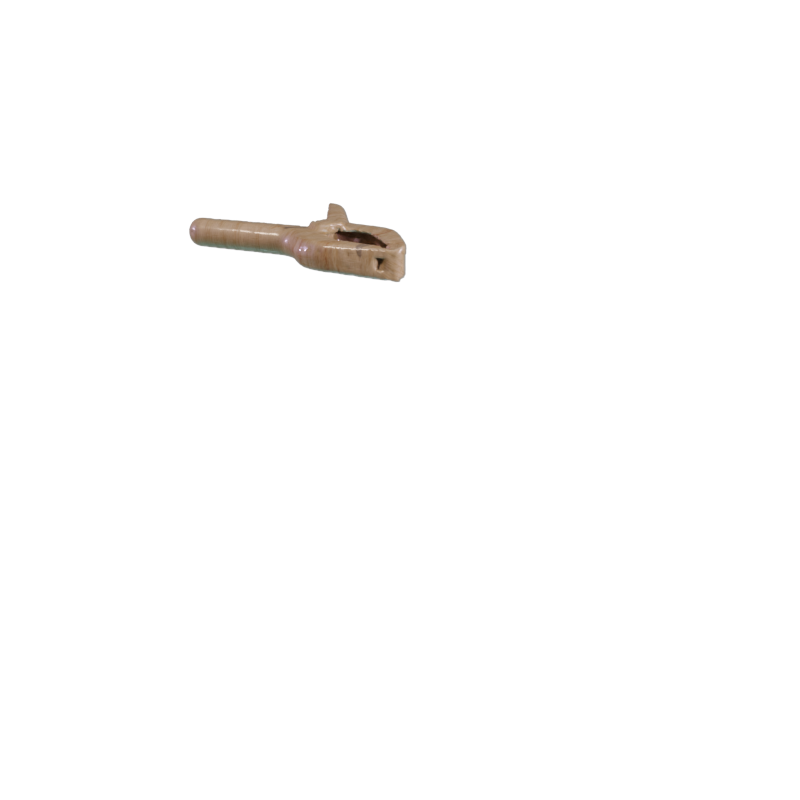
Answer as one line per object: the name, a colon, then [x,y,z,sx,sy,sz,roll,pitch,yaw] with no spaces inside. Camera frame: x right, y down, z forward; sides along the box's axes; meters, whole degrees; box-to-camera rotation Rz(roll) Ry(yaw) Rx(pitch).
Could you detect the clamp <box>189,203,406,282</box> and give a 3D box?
clamp: [-0.074,-0.136,0.950,0.161,0.035,0.223,-11,23,-28]
